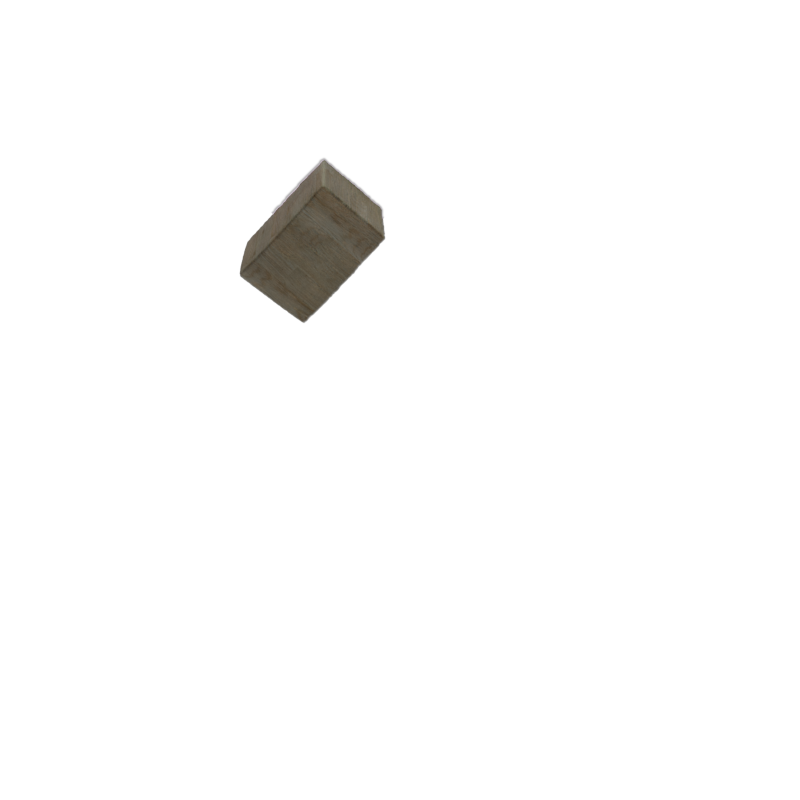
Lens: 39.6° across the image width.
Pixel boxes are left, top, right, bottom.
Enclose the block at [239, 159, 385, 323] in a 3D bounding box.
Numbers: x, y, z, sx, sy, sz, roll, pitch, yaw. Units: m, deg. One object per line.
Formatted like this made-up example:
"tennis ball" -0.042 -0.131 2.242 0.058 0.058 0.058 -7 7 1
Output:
"block" -0.054 -0.098 0.685 0.051 0.077 0.054 40 18 -19
